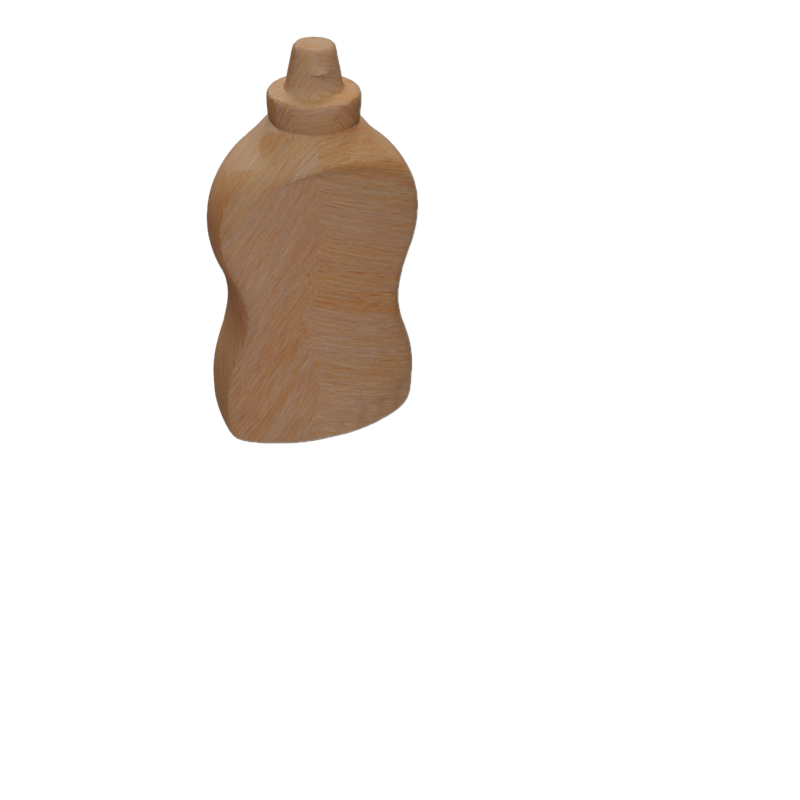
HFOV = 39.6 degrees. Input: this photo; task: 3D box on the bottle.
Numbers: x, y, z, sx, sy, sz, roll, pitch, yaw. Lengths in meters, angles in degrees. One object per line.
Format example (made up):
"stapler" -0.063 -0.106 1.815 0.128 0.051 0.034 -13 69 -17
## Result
"bottle" -0.040 -0.073 0.510 0.095 0.180 0.063 -9 33 -17
